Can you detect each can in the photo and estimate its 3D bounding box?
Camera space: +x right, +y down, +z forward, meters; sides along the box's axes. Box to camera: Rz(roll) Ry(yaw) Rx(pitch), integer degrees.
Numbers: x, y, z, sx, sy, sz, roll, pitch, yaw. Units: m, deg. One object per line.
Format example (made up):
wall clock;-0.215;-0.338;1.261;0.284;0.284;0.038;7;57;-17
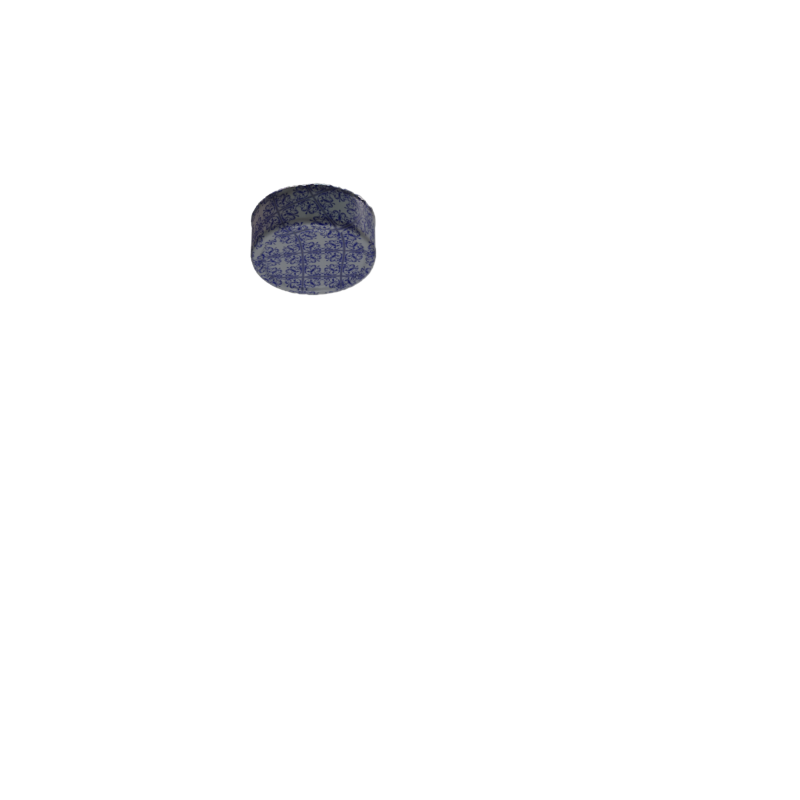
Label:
can;-0.059;-0.107;0.750;0.086;0.036;0.080;1;-31;-2
